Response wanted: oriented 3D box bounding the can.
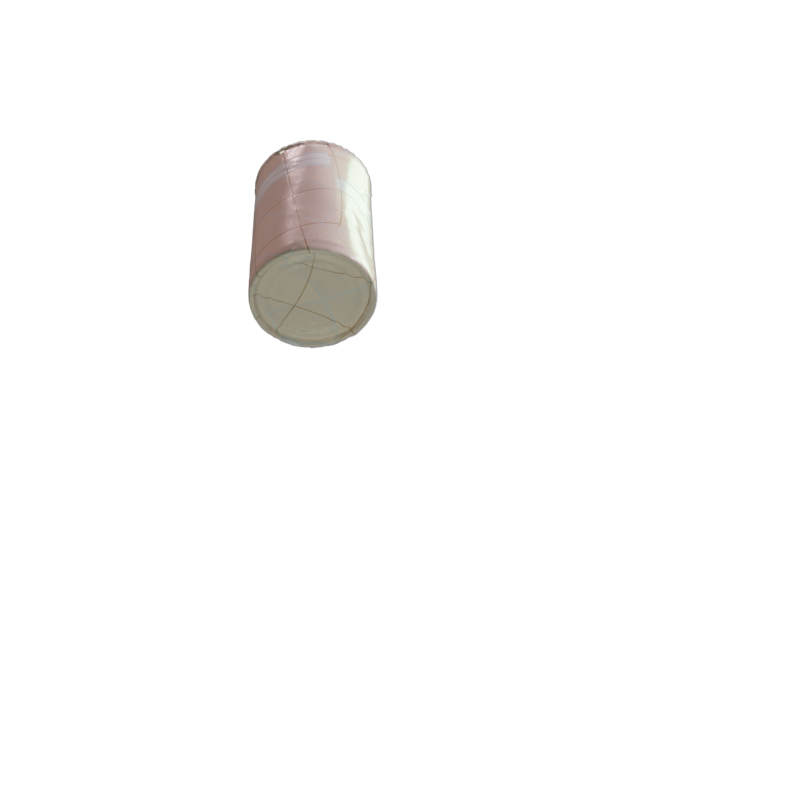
[{"bbox_3d":[-0.047,-0.086,0.601,0.068,0.064,0.110,-1,41,-3],"label":"can"}]
